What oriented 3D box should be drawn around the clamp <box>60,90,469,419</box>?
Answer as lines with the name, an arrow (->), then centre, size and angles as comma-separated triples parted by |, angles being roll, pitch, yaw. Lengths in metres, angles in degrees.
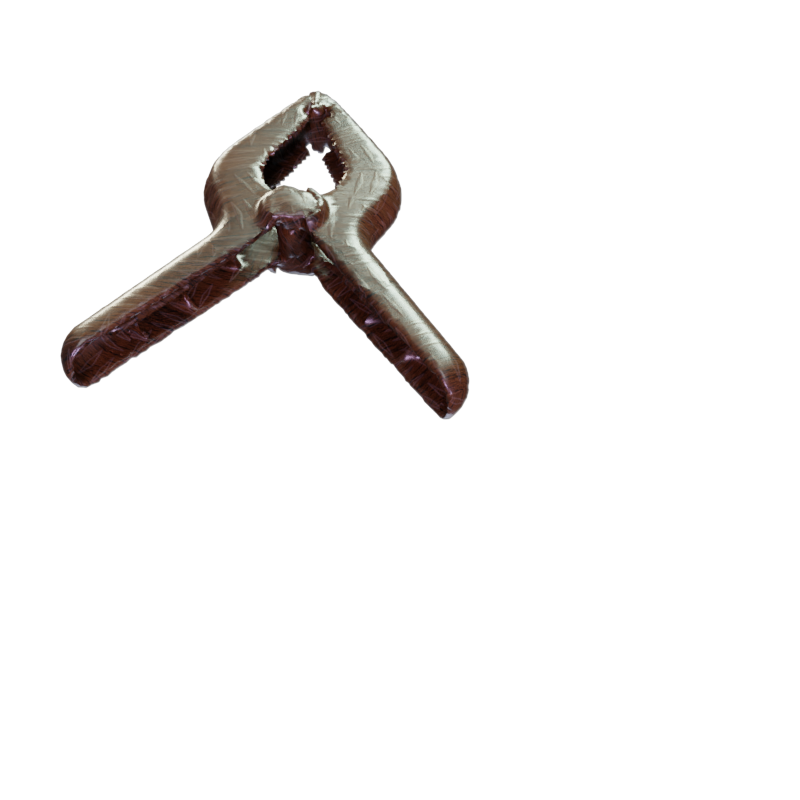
clamp -> -0.040, -0.073, 0.508 | 0.167, 0.034, 0.222 | 9, 45, 9
